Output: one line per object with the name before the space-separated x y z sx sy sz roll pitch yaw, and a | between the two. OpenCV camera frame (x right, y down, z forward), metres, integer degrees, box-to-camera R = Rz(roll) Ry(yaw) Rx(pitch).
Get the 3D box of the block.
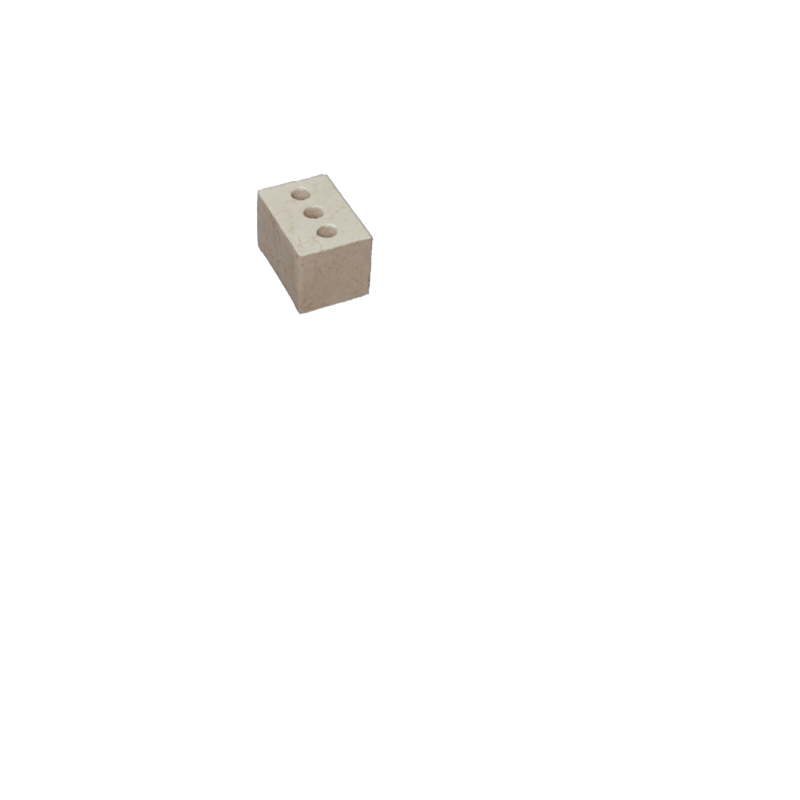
block | -0.058 -0.105 0.736 0.052 0.048 0.084 -17 46 -19
